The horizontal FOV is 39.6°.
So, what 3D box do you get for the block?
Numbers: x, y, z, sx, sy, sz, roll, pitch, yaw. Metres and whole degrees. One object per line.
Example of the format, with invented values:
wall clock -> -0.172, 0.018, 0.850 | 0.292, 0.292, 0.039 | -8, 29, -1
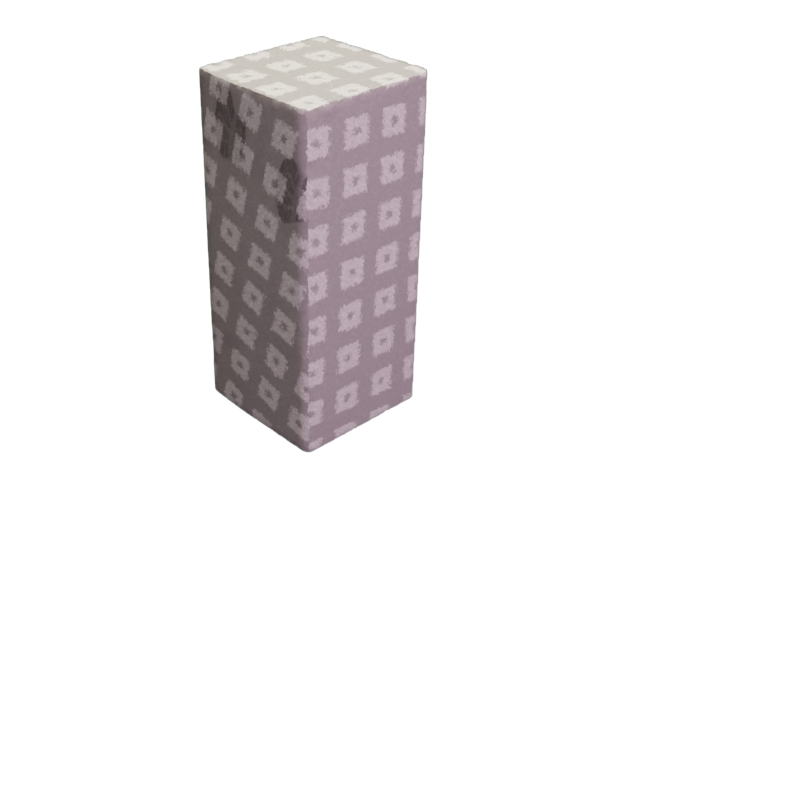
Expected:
block -> -0.049, -0.090, 0.630 | 0.090, 0.194, 0.096 | -24, 38, -38
